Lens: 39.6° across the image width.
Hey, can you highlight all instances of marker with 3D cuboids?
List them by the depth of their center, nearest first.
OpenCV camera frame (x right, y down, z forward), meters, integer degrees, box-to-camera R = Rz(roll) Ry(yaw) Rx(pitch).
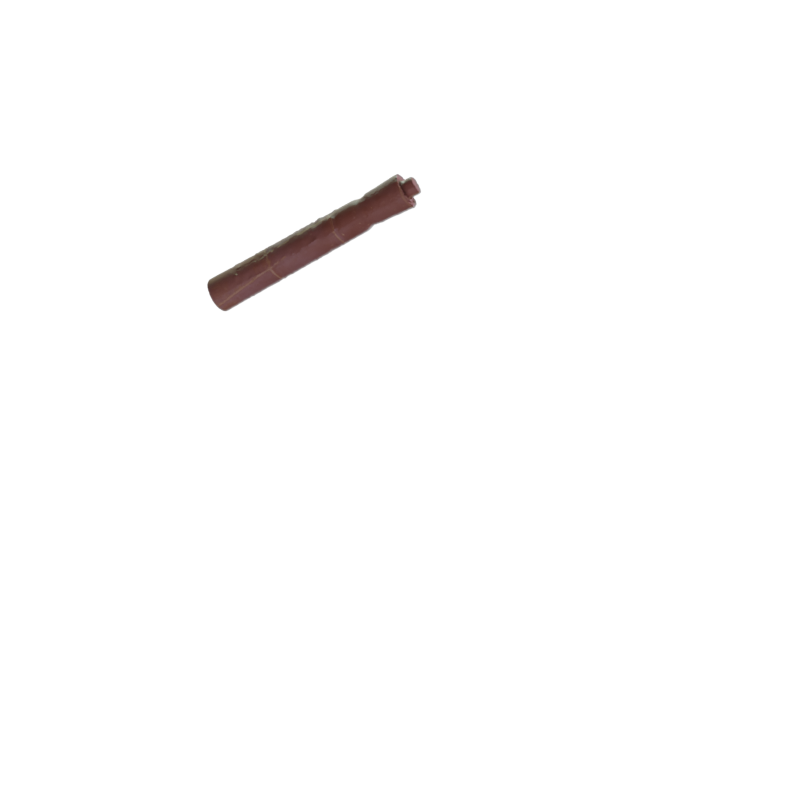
[{"bbox_3d":[-0.044,-0.080,0.558,0.121,0.020,0.019,-26,-5,18],"label":"marker"}]
